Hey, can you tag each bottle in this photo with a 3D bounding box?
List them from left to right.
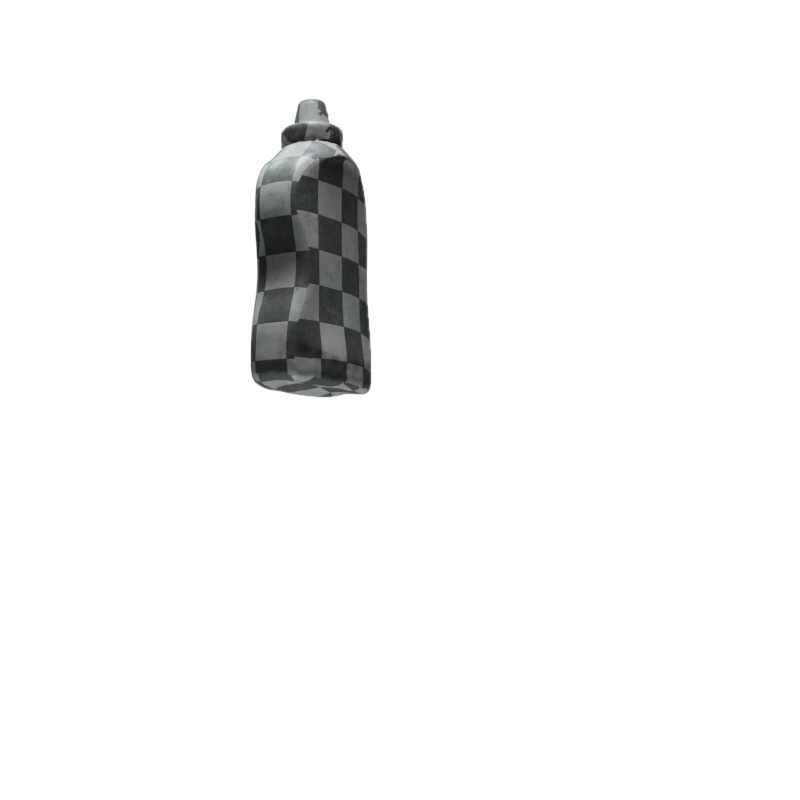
[{"bbox_3d":[-0.056,-0.102,0.714,0.060,0.198,0.091,-10,-16,31],"label":"bottle"}]
